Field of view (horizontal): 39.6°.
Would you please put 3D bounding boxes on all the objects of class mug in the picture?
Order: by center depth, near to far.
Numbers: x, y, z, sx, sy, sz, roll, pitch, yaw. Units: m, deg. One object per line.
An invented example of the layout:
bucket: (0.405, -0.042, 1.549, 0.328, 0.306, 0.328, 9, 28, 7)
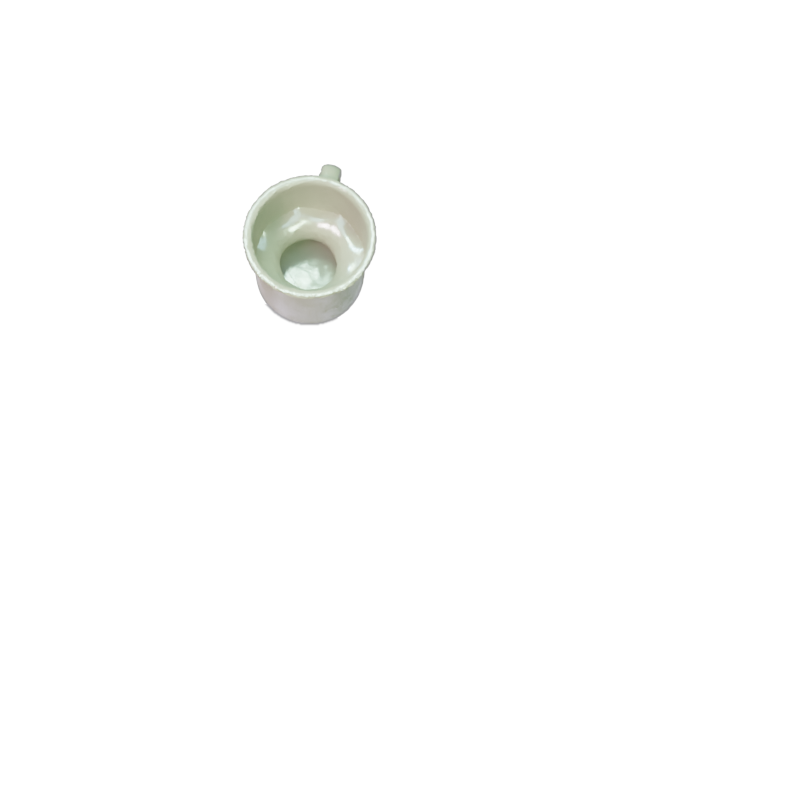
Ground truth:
mug: (-0.063, -0.116, 0.809, 0.094, 0.122, 0.078, 11, -20, 2)
